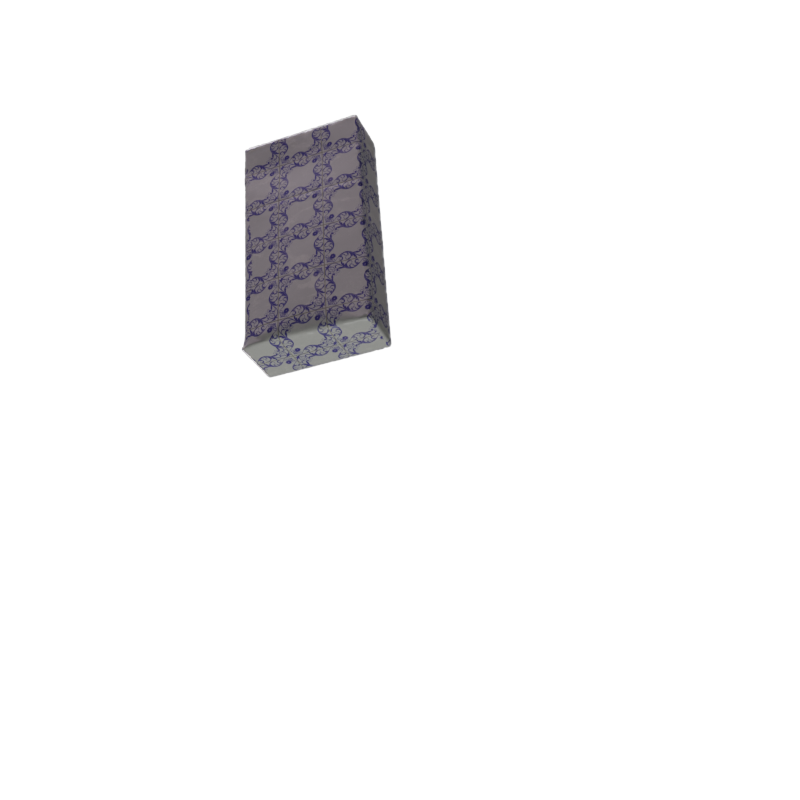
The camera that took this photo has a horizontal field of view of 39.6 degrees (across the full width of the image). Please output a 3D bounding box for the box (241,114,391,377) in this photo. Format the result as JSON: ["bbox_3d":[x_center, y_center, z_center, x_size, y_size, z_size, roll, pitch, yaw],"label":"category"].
[{"bbox_3d":[-0.060,-0.110,0.771,0.094,0.189,0.044,-15,-37,17],"label":"box"}]
